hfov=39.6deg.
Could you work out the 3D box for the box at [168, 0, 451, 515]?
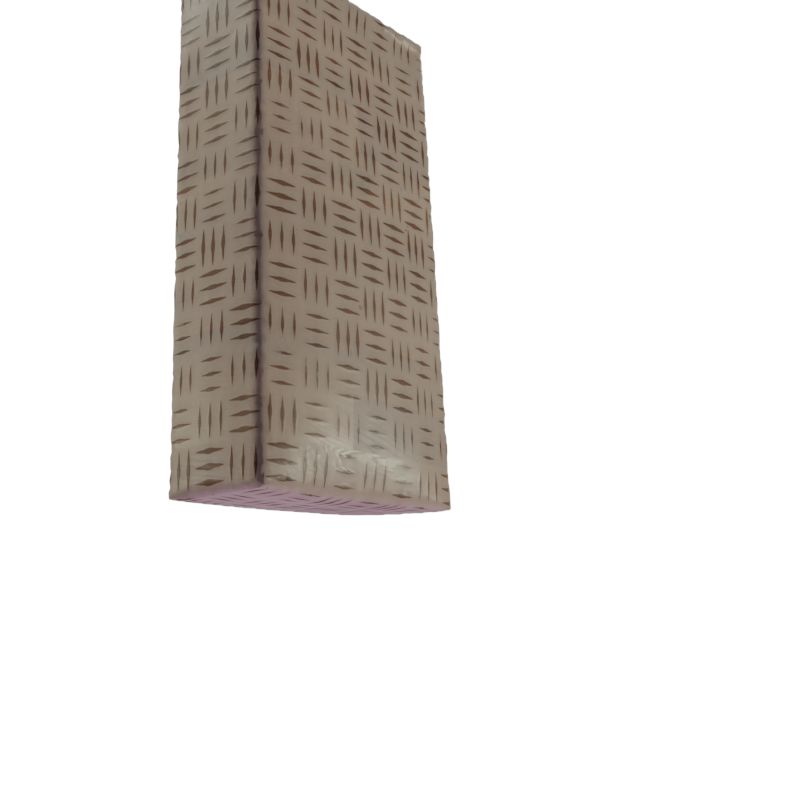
[{"bbox_3d":[-0.029,-0.054,0.374,0.049,0.184,0.088,-15,-21,38],"label":"box"}]
